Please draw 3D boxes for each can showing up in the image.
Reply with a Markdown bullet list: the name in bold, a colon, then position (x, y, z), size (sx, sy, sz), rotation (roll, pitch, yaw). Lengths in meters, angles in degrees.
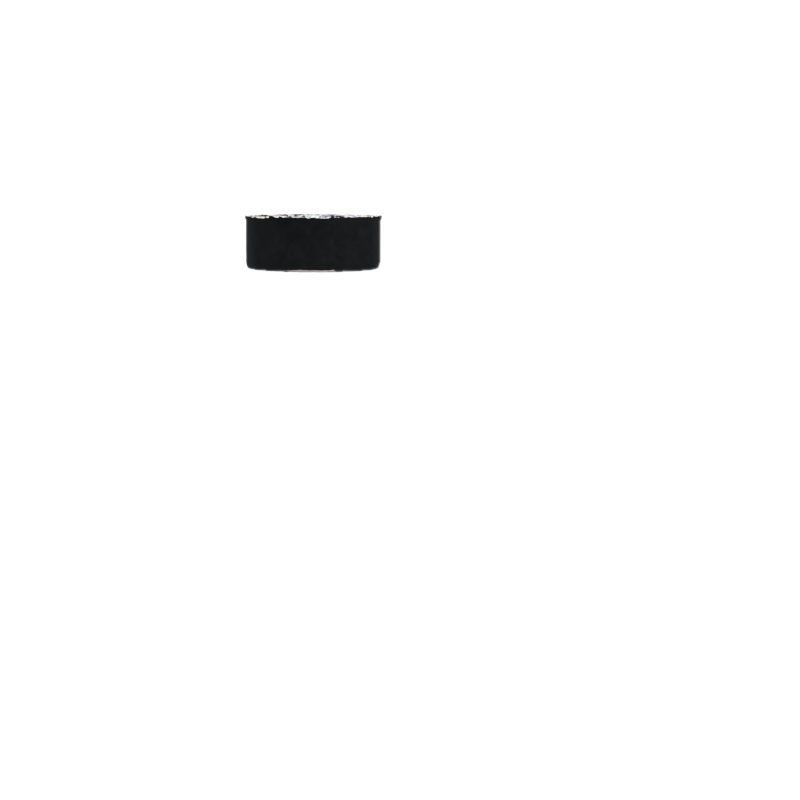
- **can**: position (-0.054, -0.099, 0.696), size (0.086, 0.033, 0.087), rotation (0, 9, -2)
